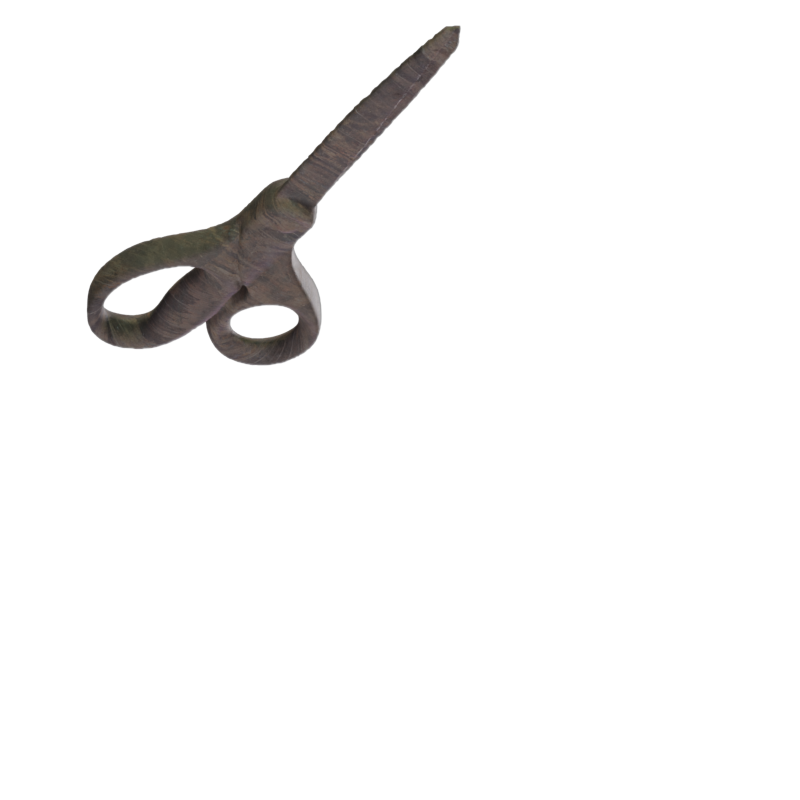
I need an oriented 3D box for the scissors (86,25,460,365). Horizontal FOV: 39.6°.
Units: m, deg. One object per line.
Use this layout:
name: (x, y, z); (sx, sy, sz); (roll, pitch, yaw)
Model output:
scissors: (-0.030, -0.054, 0.378); (0.202, 0.017, 0.090); (-22, -34, 37)
